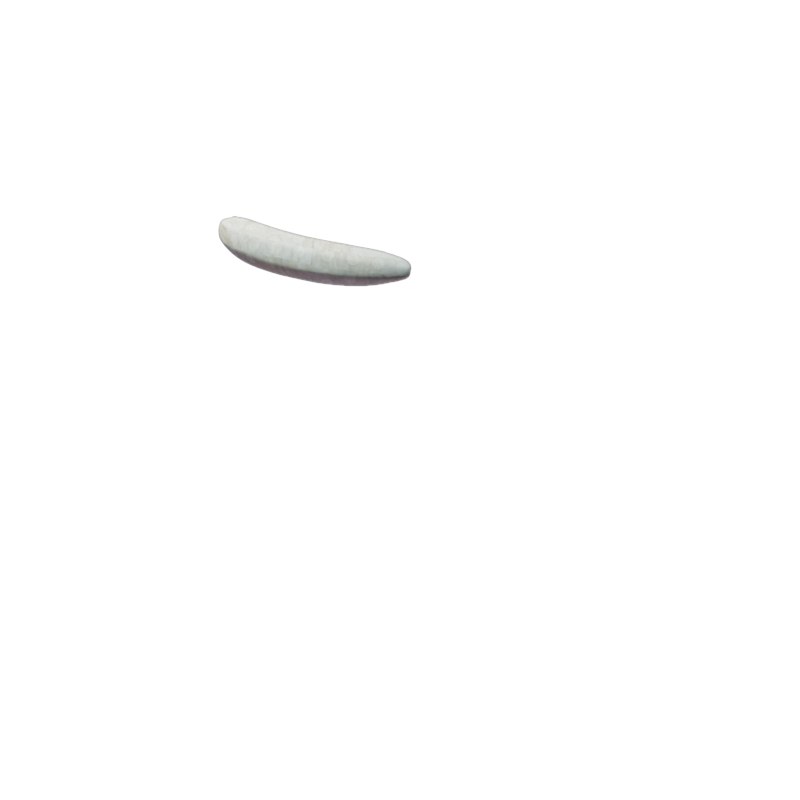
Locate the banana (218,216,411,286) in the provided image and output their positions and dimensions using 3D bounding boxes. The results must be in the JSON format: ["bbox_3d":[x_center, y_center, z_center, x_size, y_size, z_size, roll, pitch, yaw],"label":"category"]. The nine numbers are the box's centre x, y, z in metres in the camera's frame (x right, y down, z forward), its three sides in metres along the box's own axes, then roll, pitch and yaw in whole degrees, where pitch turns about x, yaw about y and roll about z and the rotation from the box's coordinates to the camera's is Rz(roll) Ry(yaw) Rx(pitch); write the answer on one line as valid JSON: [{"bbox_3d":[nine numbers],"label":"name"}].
[{"bbox_3d":[-0.089,-0.132,0.967,0.208,0.035,0.070,20,37,29],"label":"banana"}]
